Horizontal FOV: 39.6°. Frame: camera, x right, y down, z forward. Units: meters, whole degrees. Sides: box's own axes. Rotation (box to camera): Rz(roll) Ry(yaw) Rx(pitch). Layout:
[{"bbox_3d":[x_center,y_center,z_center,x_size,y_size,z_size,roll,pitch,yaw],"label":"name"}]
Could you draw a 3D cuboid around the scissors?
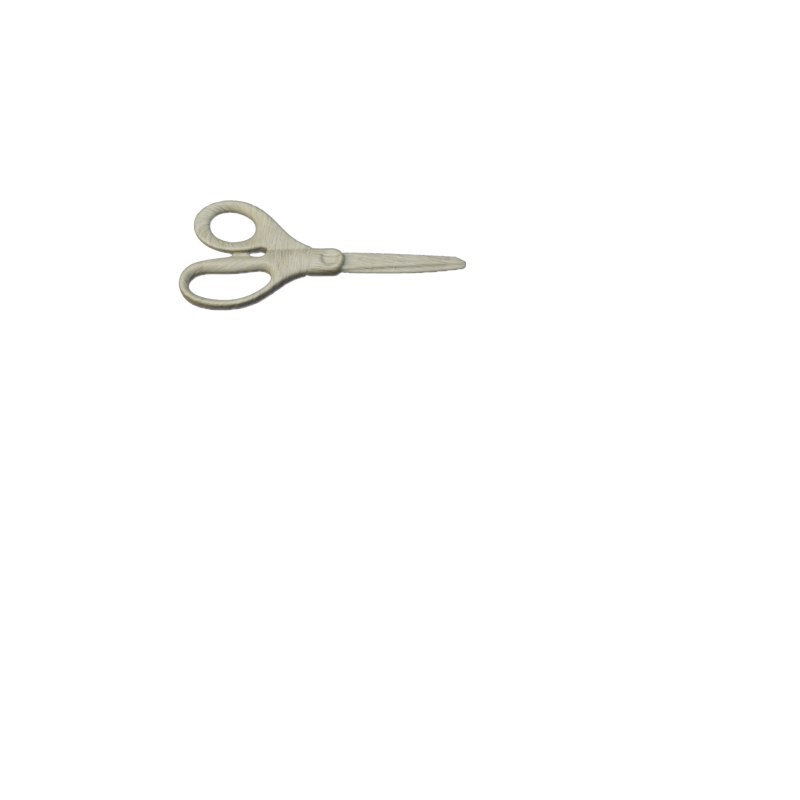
[{"bbox_3d":[-0.063,-0.114,0.801,0.200,0.103,0.015,-14,-28,-7],"label":"scissors"}]
